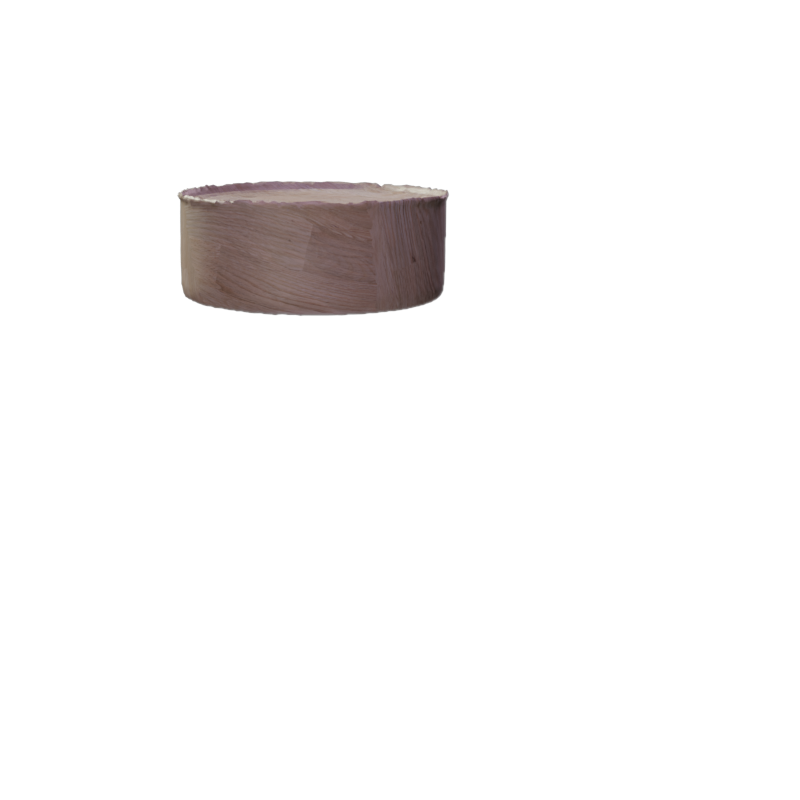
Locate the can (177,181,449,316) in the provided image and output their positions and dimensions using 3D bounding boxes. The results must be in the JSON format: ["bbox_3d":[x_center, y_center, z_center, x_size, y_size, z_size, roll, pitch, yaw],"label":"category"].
[{"bbox_3d":[-0.028,-0.051,0.354,0.086,0.033,0.088,0,14,-2],"label":"can"}]
